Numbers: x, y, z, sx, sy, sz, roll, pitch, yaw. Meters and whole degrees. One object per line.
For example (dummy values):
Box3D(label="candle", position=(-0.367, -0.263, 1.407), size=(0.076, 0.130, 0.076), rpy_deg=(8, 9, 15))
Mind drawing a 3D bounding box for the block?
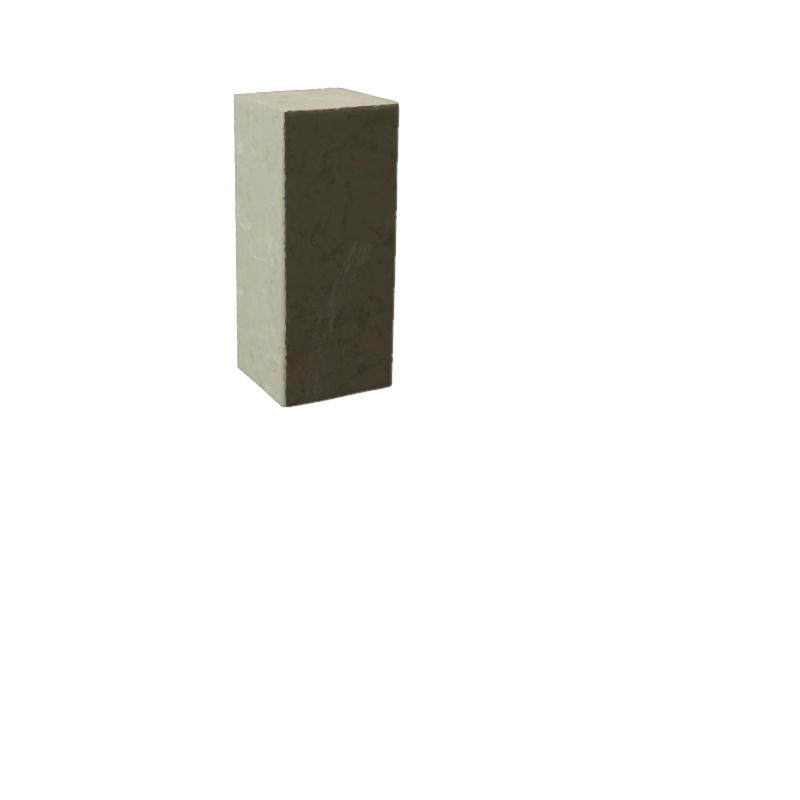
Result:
Box3D(label="block", position=(-0.061, -0.113, 0.791), size=(0.088, 0.199, 0.096), rpy_deg=(-8, 19, -28))
